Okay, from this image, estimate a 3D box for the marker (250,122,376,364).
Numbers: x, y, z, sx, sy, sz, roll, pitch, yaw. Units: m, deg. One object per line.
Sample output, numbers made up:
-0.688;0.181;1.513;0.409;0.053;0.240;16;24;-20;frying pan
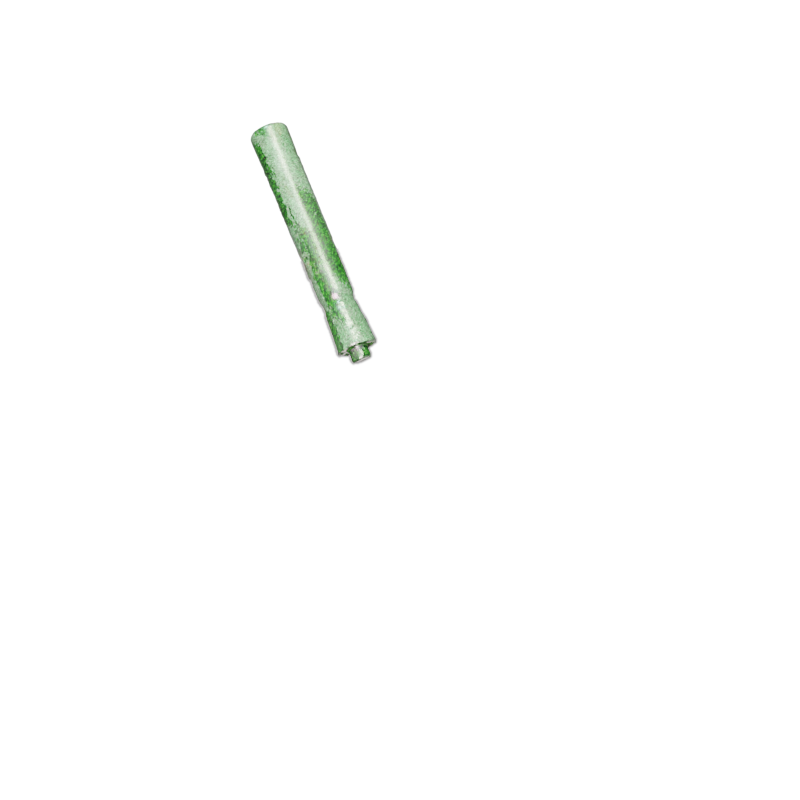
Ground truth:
-0.040;-0.073;0.515;0.020;0.127;0.019;-20;-18;-8;marker
